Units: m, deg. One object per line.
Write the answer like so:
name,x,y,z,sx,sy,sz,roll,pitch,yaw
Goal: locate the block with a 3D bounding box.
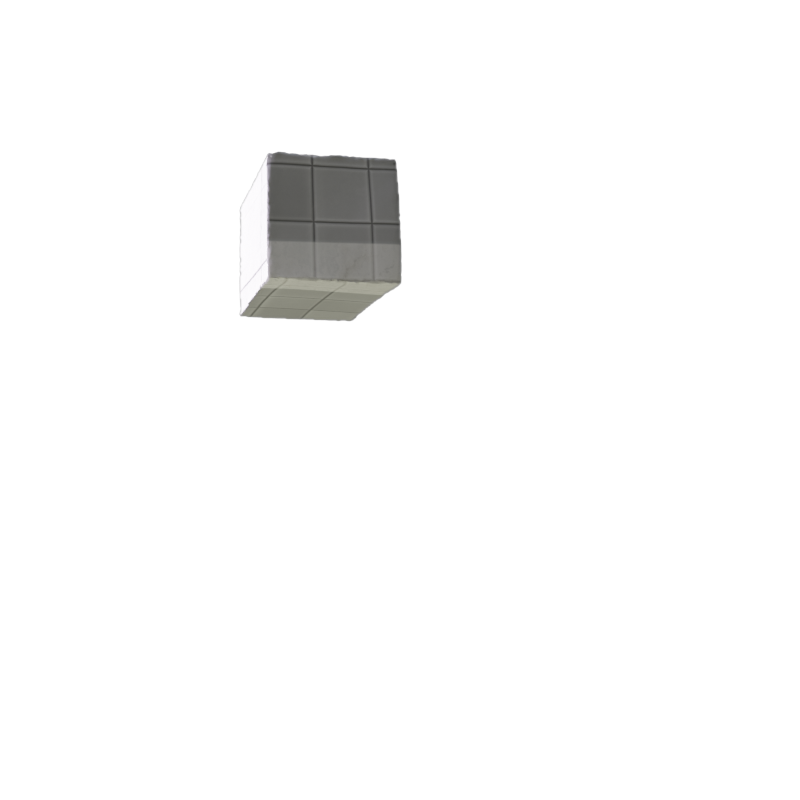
block,-0.035,-0.065,0.453,0.052,0.053,0.077,2,-9,-16
